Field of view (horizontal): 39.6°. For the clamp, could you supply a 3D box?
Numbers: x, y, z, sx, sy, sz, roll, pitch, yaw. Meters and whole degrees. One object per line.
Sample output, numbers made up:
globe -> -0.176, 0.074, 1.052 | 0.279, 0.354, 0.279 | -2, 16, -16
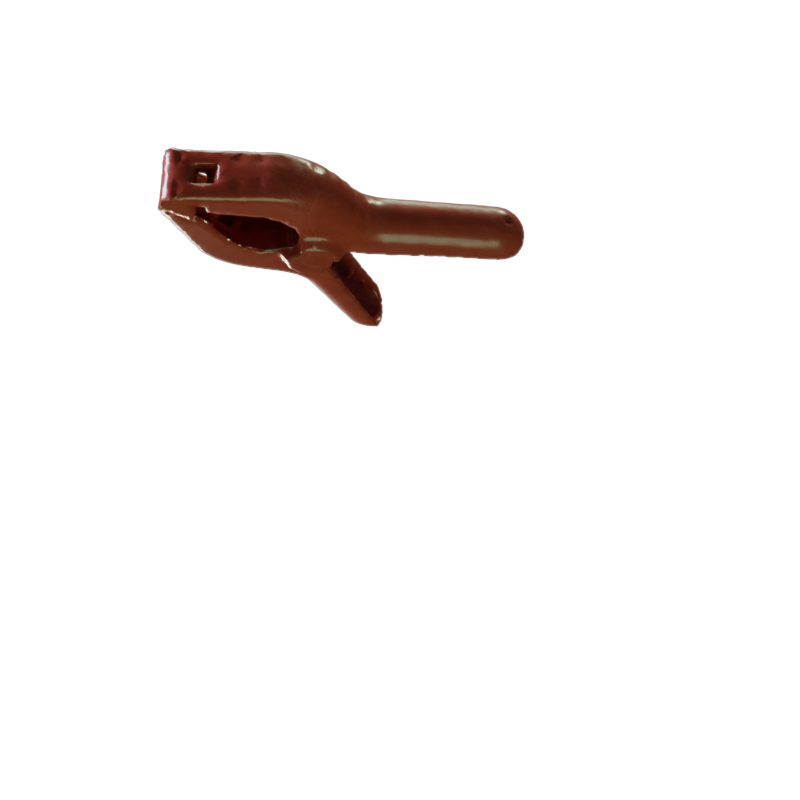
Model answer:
clamp -> -0.042, -0.076, 0.532 | 0.165, 0.042, 0.117 | 14, -32, -24
